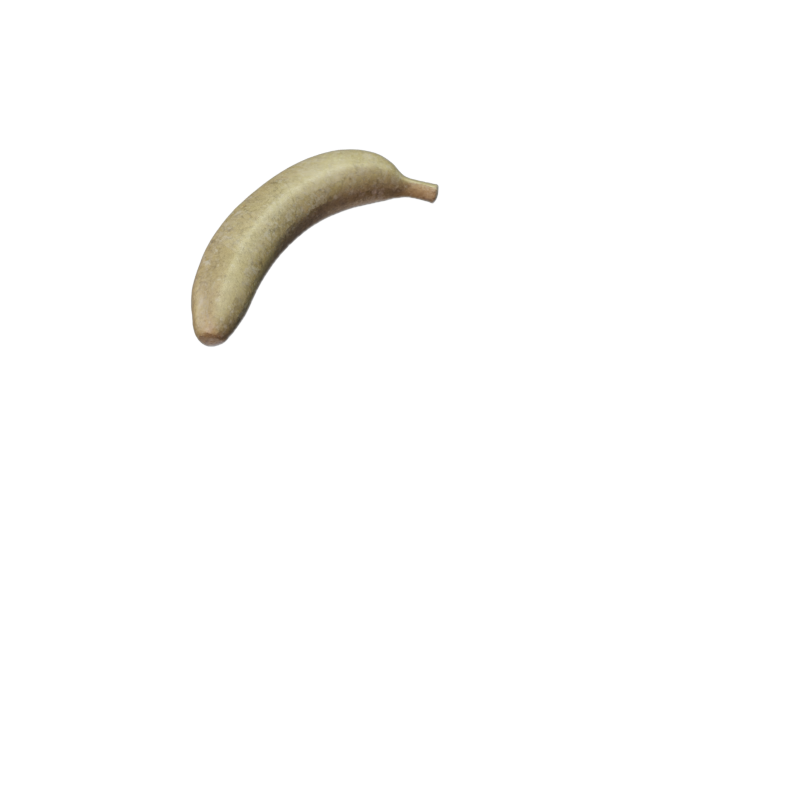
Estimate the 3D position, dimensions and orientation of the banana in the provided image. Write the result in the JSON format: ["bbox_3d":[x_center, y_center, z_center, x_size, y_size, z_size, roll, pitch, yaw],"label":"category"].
[{"bbox_3d":[-0.061,-0.102,0.644,0.074,0.034,0.200,30,51,27],"label":"banana"}]
